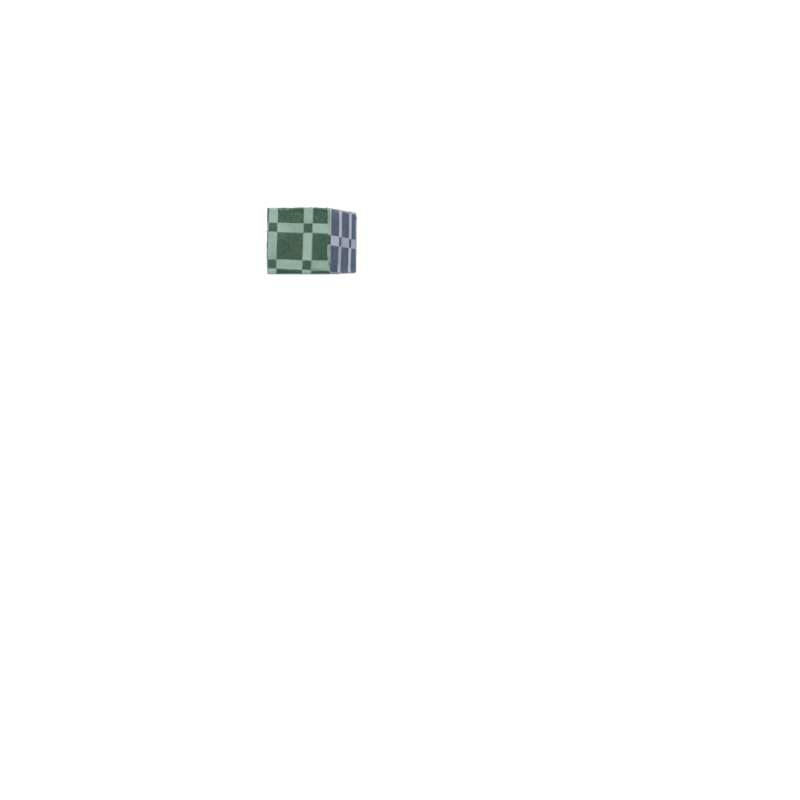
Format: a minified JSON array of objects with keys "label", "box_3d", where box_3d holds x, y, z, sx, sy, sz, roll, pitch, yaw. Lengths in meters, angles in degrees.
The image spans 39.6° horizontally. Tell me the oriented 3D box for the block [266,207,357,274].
[{"label":"block","box_3d":[-0.069,-0.125,0.875,0.054,0.051,0.077,1,4,14]}]
